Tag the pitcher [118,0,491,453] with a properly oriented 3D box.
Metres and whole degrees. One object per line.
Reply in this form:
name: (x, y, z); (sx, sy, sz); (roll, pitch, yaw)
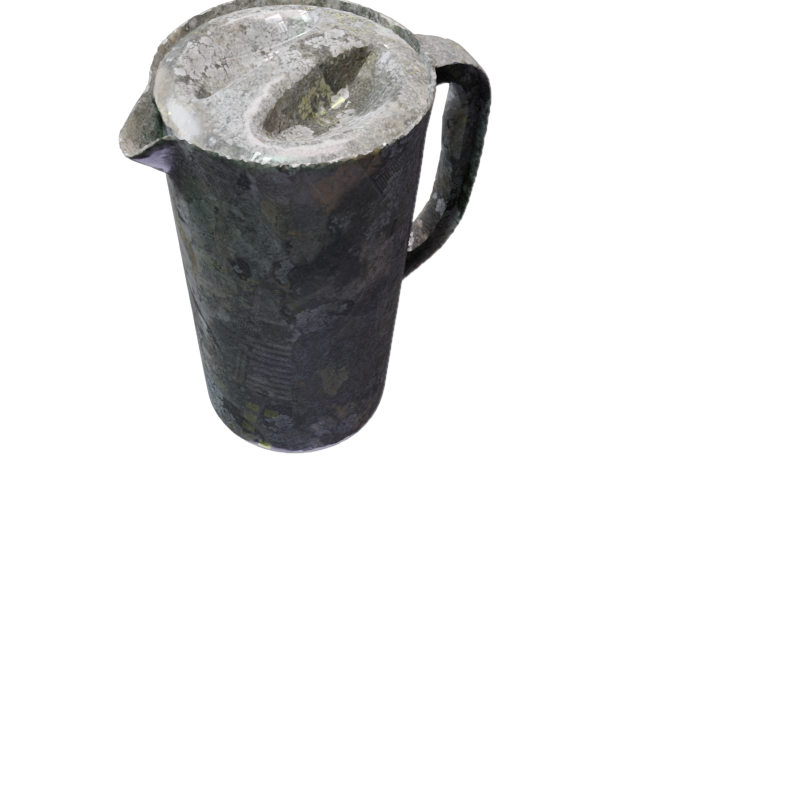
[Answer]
pitcher: (-0.046, -0.085, 0.593); (0.153, 0.152, 0.226); (16, -40, 11)
